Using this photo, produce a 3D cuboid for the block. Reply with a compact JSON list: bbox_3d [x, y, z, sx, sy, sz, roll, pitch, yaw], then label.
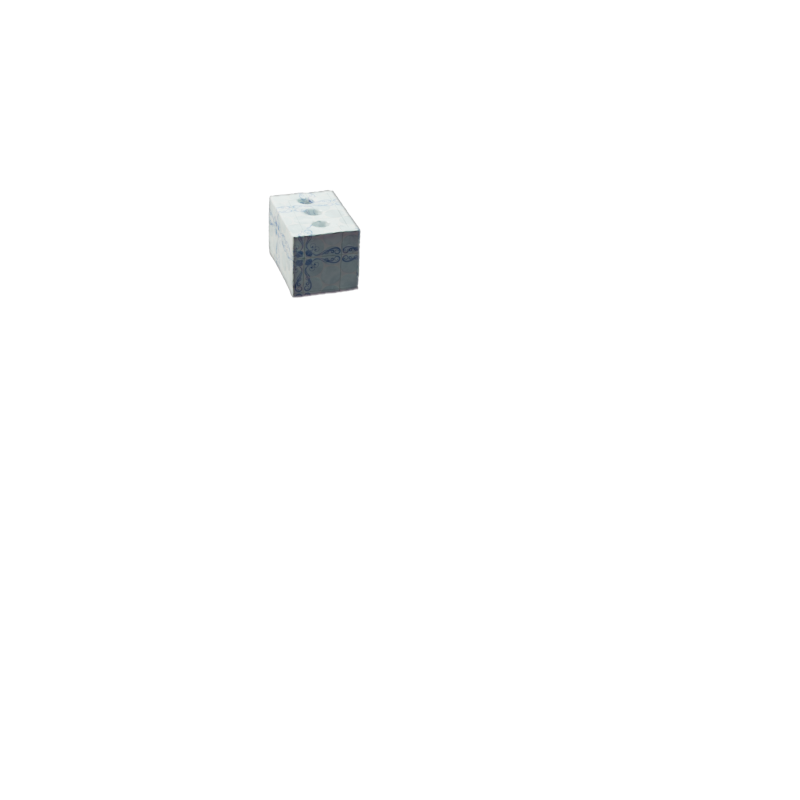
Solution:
[{"bbox_3d":[-0.065,-0.119,0.834,0.052,0.048,0.084,-8,32,-16],"label":"block"}]
